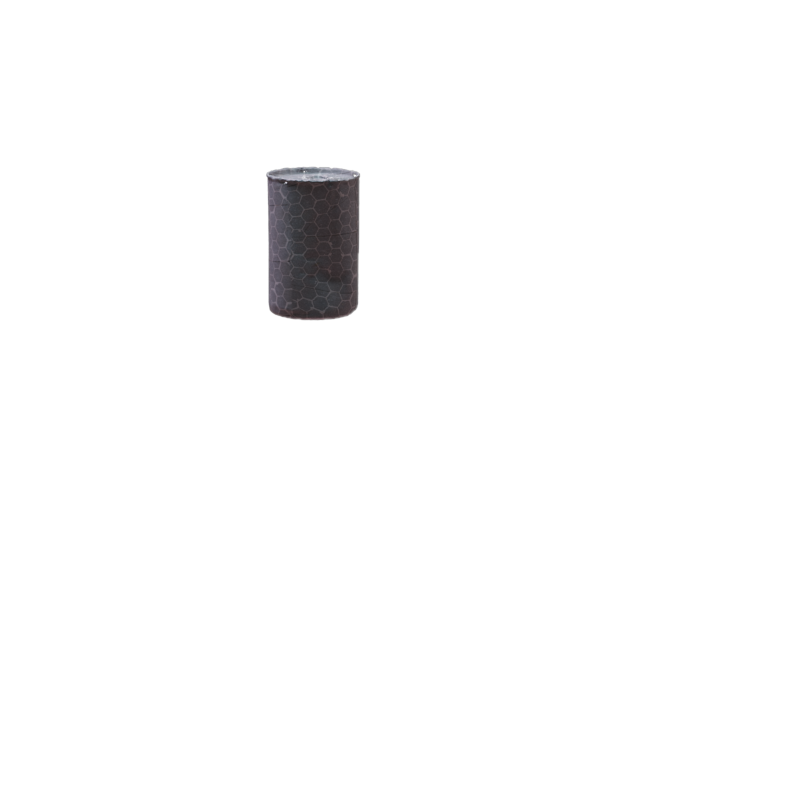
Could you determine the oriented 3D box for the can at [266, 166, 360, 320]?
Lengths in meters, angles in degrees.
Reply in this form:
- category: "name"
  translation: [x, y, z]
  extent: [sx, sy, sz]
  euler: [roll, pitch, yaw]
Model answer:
- category: "can"
  translation: [-0.064, -0.116, 0.811]
  extent: [0.068, 0.099, 0.071]
  euler: [0, 14, -2]
